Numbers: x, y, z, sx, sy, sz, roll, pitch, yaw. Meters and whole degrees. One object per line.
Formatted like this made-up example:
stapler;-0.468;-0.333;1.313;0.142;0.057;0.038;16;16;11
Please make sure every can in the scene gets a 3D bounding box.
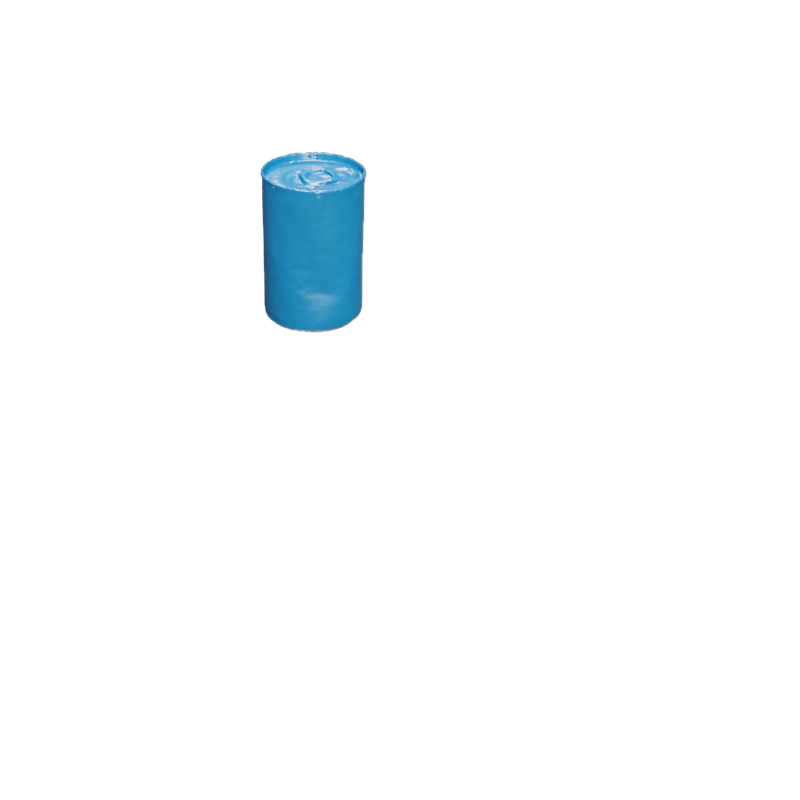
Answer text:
can;-0.057;-0.105;0.733;0.068;0.097;0.073;0;28;-2
